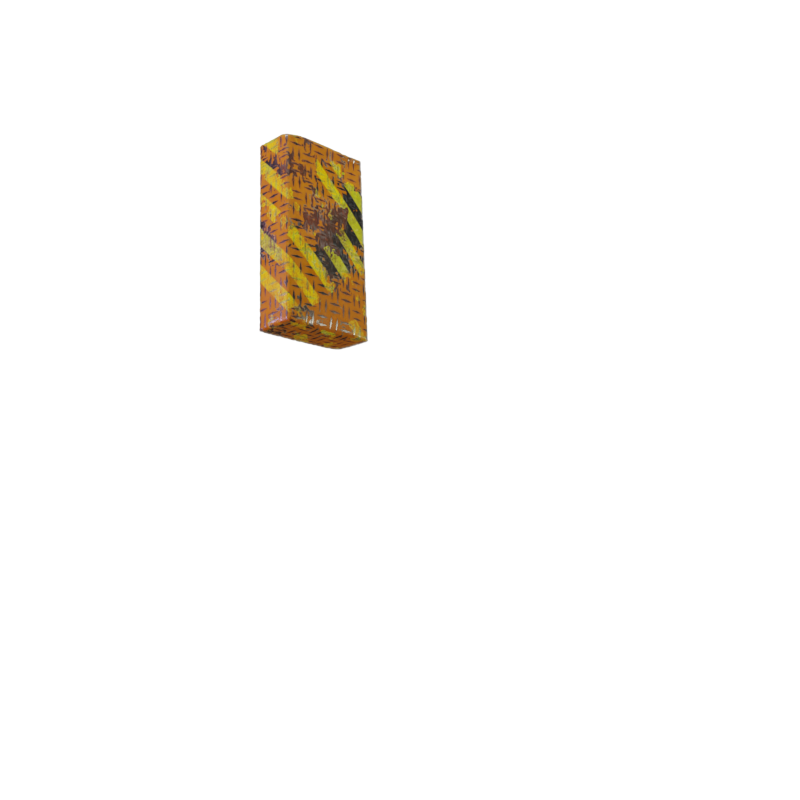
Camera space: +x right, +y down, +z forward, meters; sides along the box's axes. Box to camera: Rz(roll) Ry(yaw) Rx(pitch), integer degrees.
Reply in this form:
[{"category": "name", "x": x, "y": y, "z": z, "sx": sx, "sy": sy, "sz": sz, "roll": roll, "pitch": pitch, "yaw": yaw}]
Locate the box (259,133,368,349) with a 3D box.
[{"category": "box", "x": -0.076, "y": -0.138, "z": 0.968, "sx": 0.088, "sy": 0.185, "sz": 0.048, "roll": 16, "pitch": -26, "yaw": -41}]
